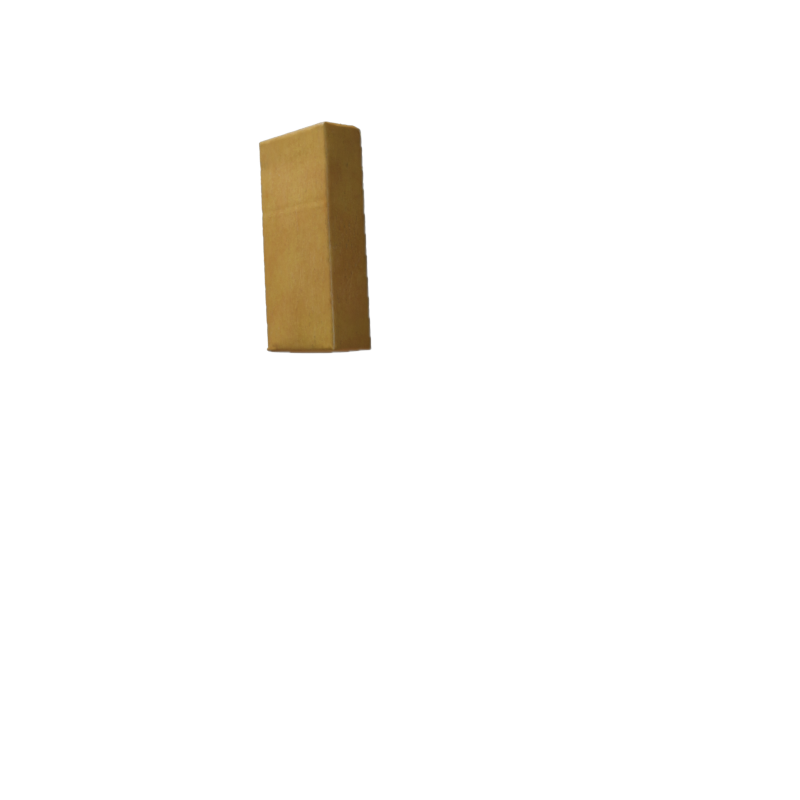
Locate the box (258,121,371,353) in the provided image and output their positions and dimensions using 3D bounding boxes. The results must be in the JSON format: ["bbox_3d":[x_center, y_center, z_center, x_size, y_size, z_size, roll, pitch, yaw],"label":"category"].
[{"bbox_3d":[-0.069,-0.126,0.883,0.046,0.179,0.096,5,-7,-39],"label":"box"}]
